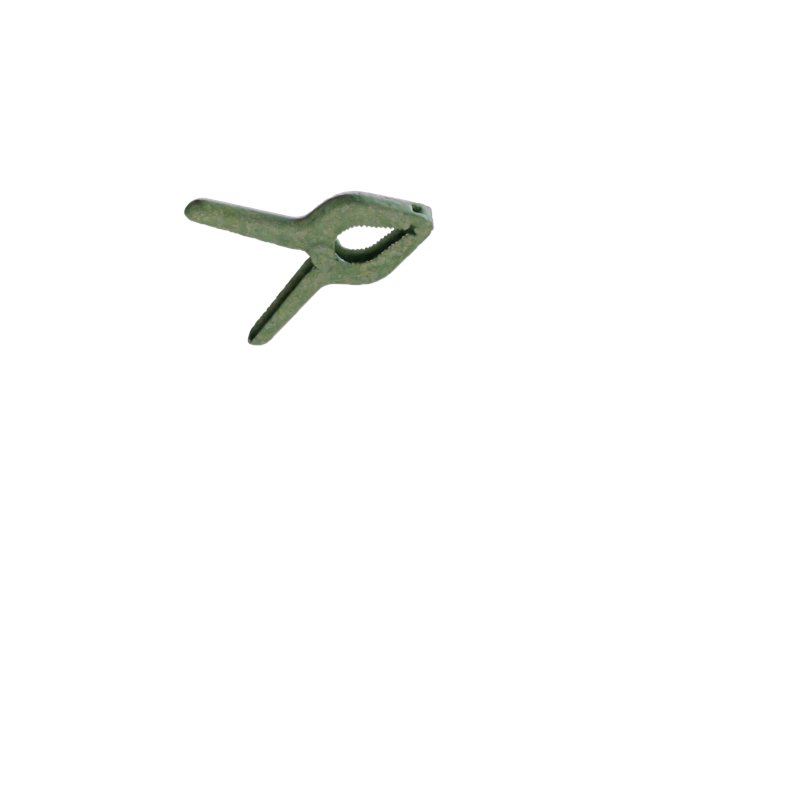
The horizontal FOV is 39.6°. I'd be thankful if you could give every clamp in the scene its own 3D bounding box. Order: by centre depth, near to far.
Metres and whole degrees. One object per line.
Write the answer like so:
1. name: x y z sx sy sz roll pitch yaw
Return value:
1. clamp: -0.077 -0.140 0.979 0.211 0.153 0.039 -20 36 15
